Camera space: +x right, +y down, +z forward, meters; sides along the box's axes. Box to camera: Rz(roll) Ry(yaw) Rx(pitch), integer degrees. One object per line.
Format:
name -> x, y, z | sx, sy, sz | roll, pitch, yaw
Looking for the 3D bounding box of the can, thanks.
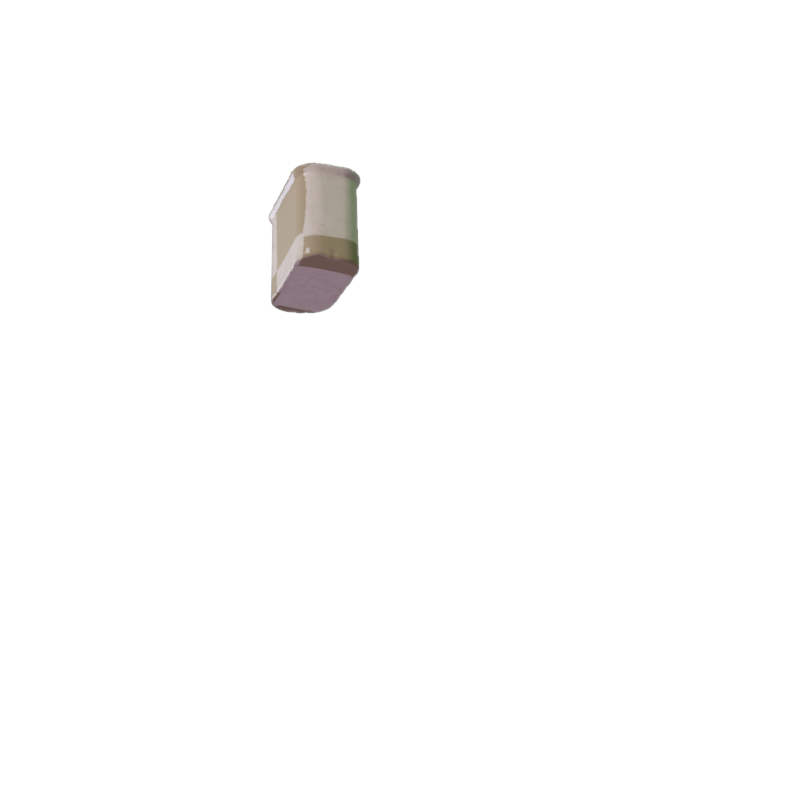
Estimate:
can -> -0.070, -0.127, 0.890 | 0.056, 0.089, 0.099 | 9, -28, -19
